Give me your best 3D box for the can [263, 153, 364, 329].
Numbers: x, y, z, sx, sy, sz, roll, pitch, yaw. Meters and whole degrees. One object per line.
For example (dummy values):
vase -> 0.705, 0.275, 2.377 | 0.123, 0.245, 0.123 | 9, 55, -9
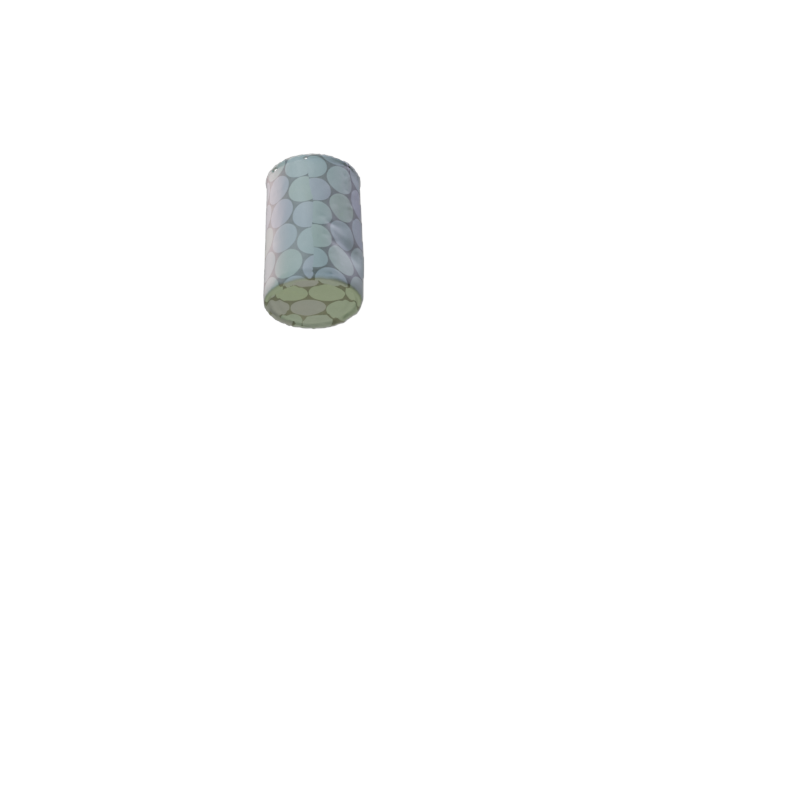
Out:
can -> -0.060, -0.109, 0.763 | 0.068, 0.109, 0.064 | -1, -31, -2
